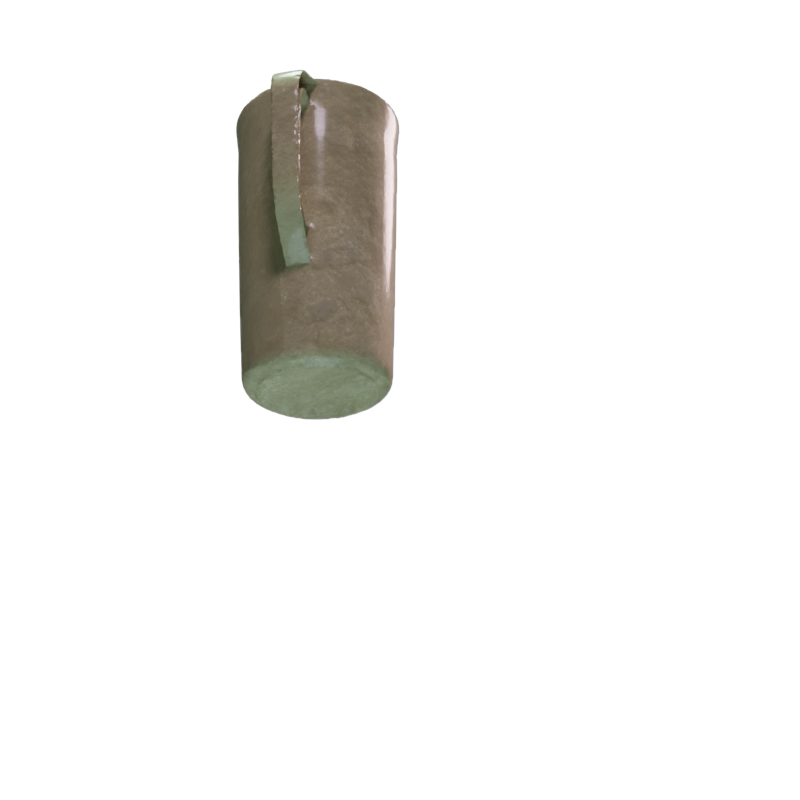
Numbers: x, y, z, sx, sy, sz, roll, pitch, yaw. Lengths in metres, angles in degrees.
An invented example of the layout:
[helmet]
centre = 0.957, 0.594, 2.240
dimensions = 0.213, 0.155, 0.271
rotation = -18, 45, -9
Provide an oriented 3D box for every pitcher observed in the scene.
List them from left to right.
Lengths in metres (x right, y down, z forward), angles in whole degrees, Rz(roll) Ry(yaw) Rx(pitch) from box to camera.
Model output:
[pitcher]
centre = -0.066, -0.120, 0.839
dimensions = 0.142, 0.259, 0.143
rotation = 18, -35, -31
